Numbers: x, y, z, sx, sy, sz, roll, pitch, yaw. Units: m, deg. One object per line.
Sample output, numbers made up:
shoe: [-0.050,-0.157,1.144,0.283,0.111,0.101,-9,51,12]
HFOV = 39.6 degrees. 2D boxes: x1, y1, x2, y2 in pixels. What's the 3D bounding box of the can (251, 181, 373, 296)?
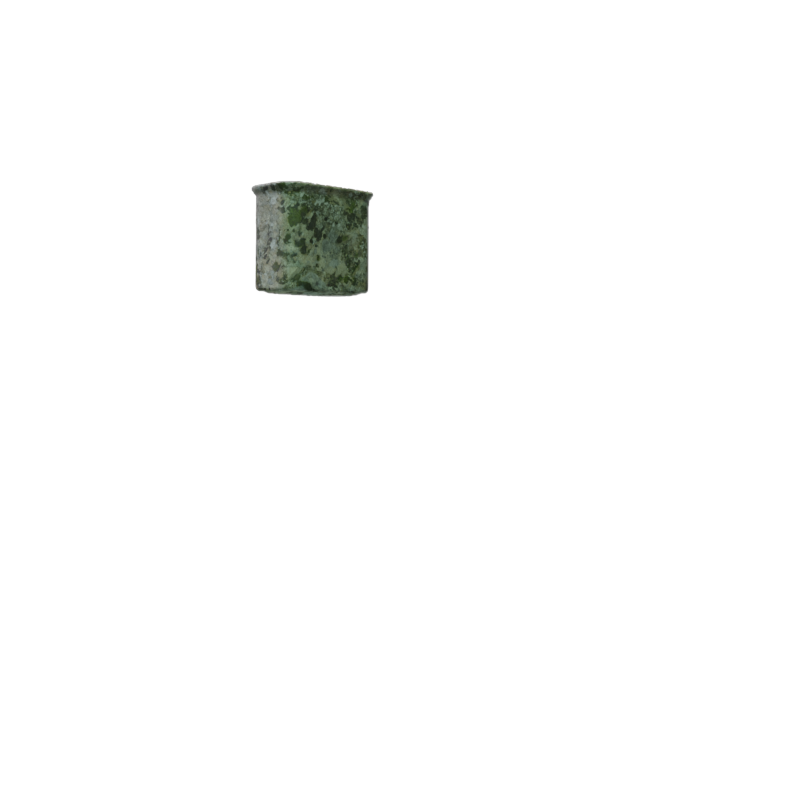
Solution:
can: [-0.069,-0.126,0.885,0.059,0.085,0.098,-3,-3,44]
